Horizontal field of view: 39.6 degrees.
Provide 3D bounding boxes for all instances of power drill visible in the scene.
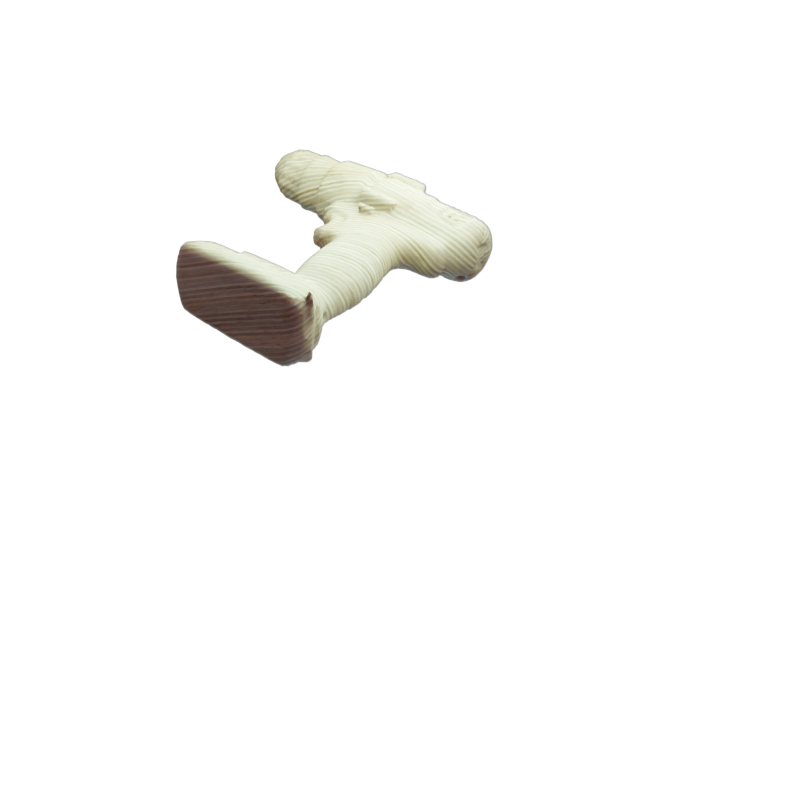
[{"bbox_3d":[-0.059,-0.107,0.748,0.196,0.054,0.189,26,43,31],"label":"power drill"}]
